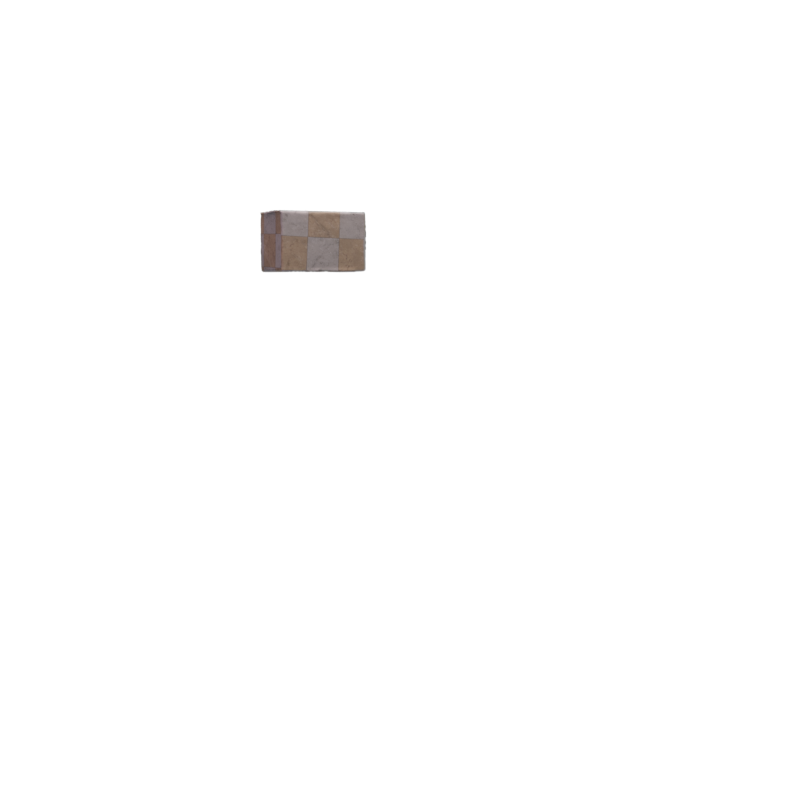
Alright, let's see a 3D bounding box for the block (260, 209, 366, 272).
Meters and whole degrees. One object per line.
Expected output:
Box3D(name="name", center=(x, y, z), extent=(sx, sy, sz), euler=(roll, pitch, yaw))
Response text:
Box3D(name="block", center=(-0.073, -0.133, 0.934), extent=(0.076, 0.051, 0.054), euler=(-2, 3, -24))
